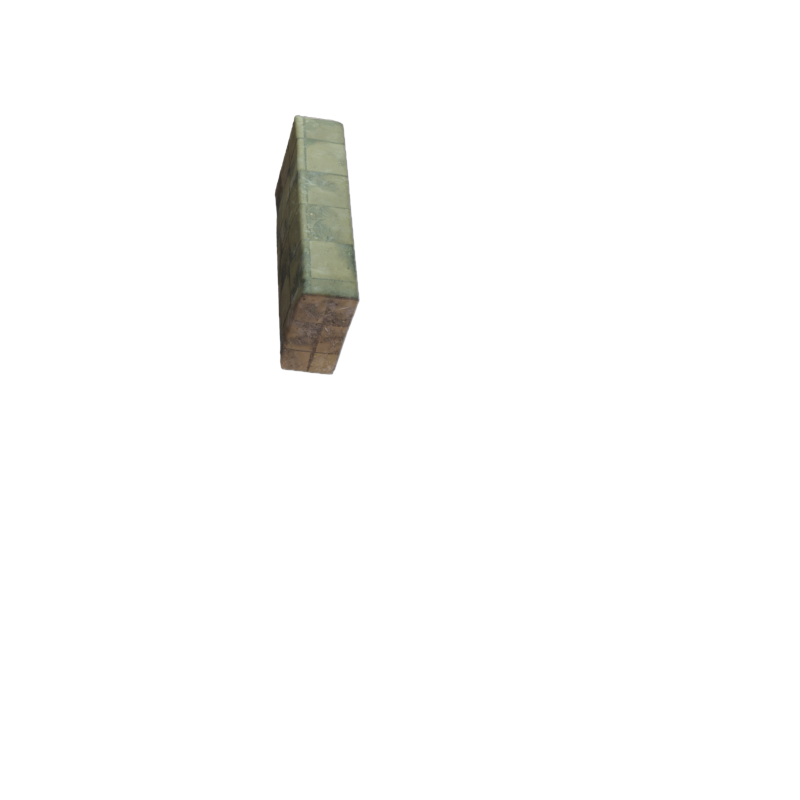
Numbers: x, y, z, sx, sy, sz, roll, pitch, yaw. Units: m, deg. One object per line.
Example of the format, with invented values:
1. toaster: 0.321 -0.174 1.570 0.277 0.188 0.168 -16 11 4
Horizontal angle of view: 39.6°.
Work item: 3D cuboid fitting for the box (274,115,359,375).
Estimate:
1. box: -0.064 -0.117 0.820 0.047 0.189 0.089 7 -38 -13
